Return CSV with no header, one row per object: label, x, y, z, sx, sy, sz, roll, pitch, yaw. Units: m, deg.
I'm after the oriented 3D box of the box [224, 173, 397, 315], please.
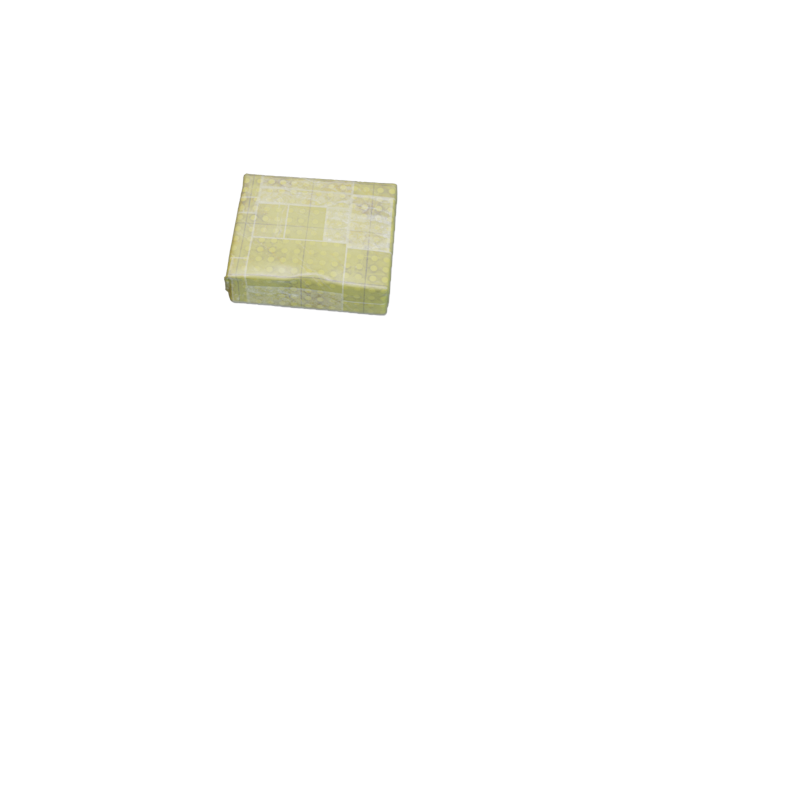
box,-0.048,-0.088,0.614,0.090,0.078,0.028,4,-33,3
